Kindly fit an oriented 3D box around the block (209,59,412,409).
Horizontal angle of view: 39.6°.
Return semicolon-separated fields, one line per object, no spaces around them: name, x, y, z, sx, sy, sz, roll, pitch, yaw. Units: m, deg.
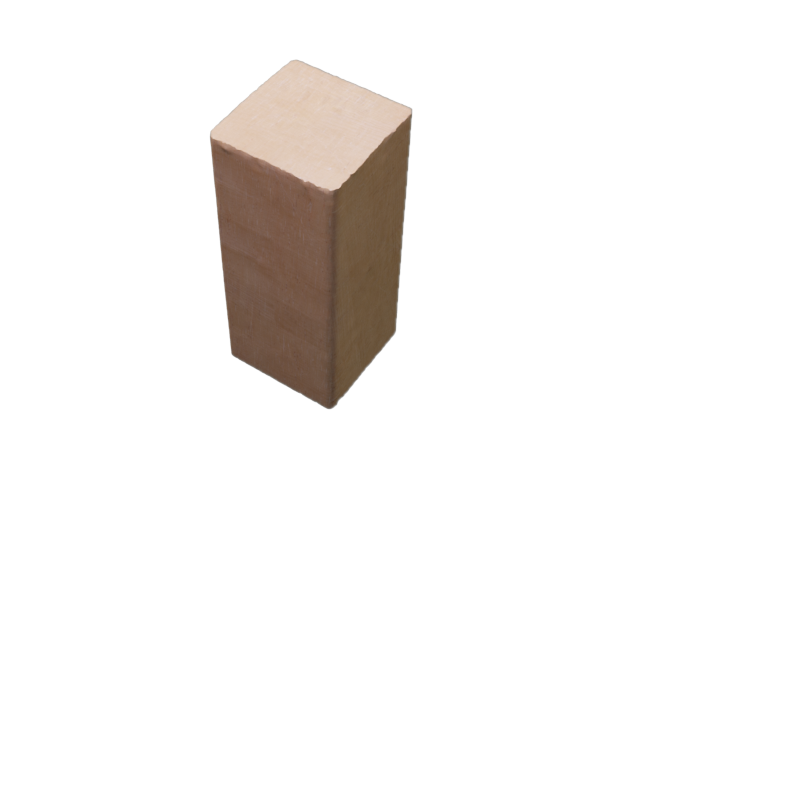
block;-0.057;-0.103;0.720;0.095;0.092;0.192;28;-35;18
